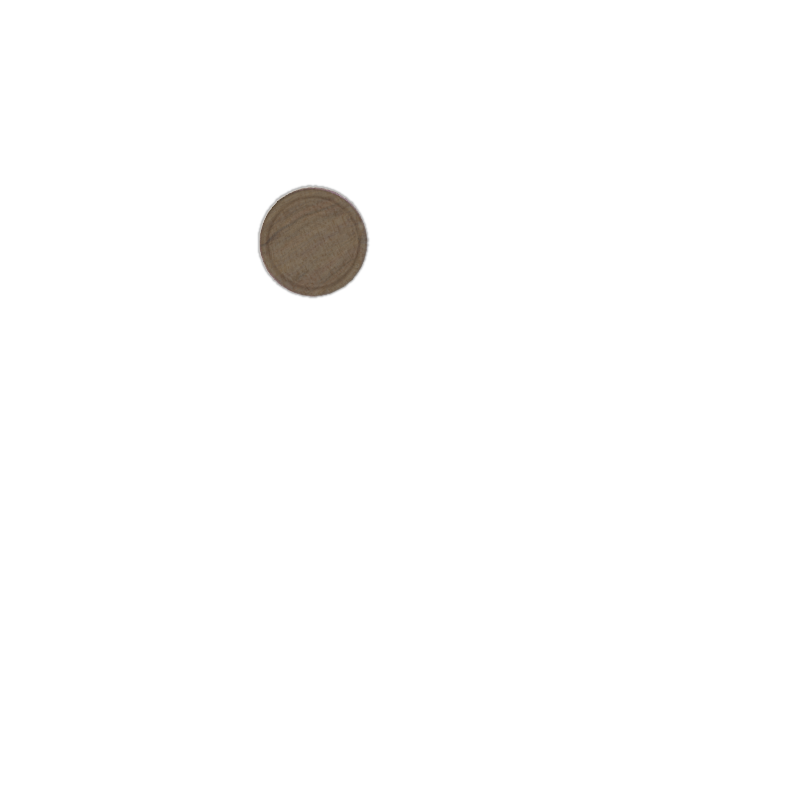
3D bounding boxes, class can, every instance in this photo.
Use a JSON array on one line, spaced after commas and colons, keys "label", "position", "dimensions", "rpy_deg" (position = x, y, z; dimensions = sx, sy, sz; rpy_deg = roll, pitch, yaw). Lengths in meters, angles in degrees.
[{"label": "can", "position": [-0.068, -0.124, 0.867], "dimensions": [0.086, 0.085, 0.034], "rpy_deg": [0, 5, -1]}]
